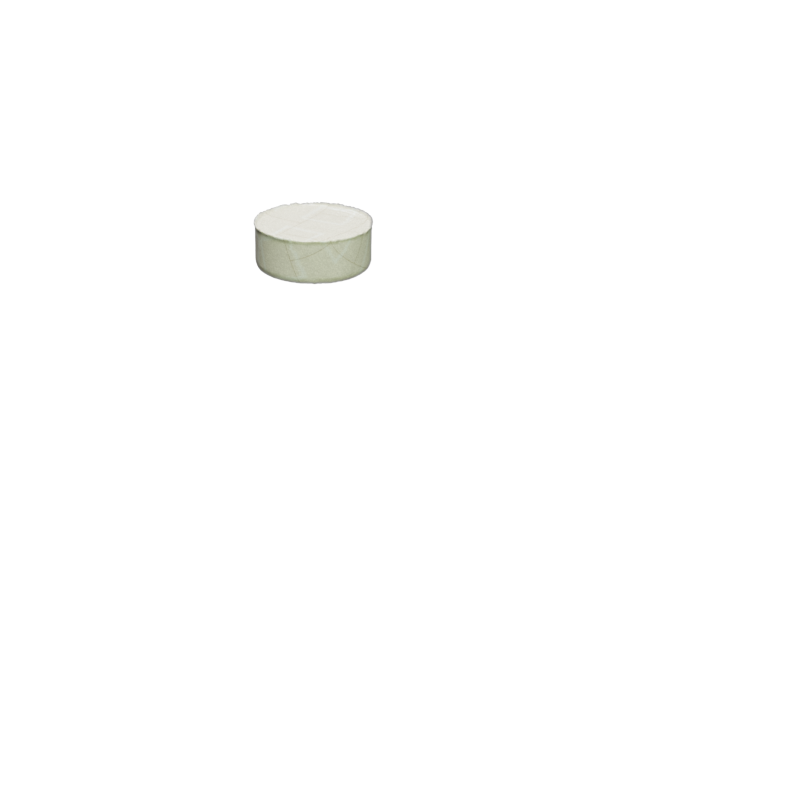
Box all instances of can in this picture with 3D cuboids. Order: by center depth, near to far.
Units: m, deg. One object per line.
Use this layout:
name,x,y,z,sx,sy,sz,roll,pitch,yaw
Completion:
can,-0.063,-0.115,0.802,0.086,0.032,0.091,-1,26,-2
